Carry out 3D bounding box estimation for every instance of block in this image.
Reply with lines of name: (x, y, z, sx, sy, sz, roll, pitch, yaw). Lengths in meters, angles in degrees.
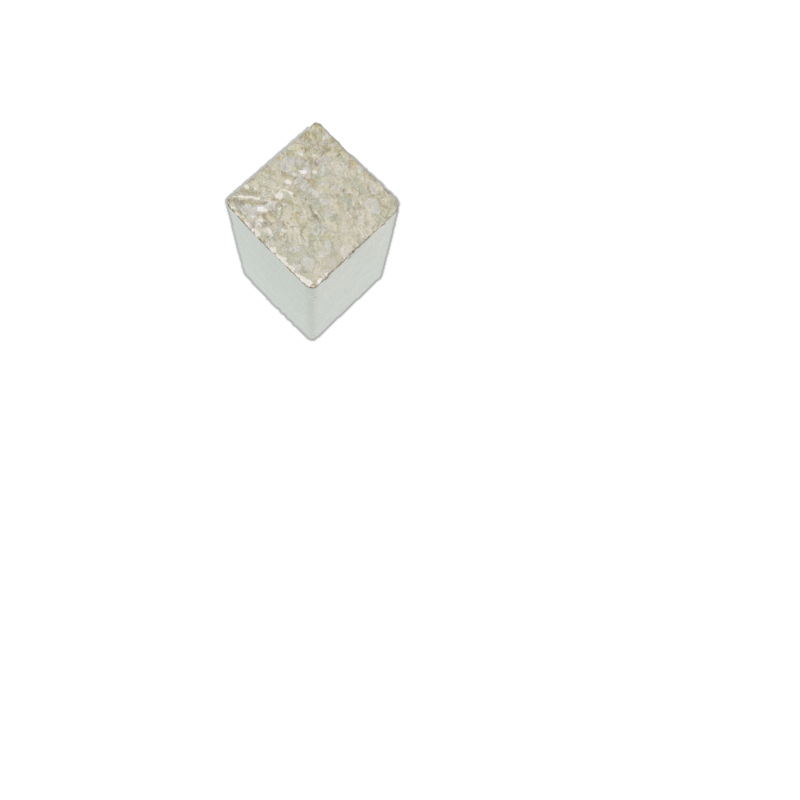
block: (-0.068, -0.123, 0.869, 0.091, 0.092, 0.201, -43, -4, -9)
